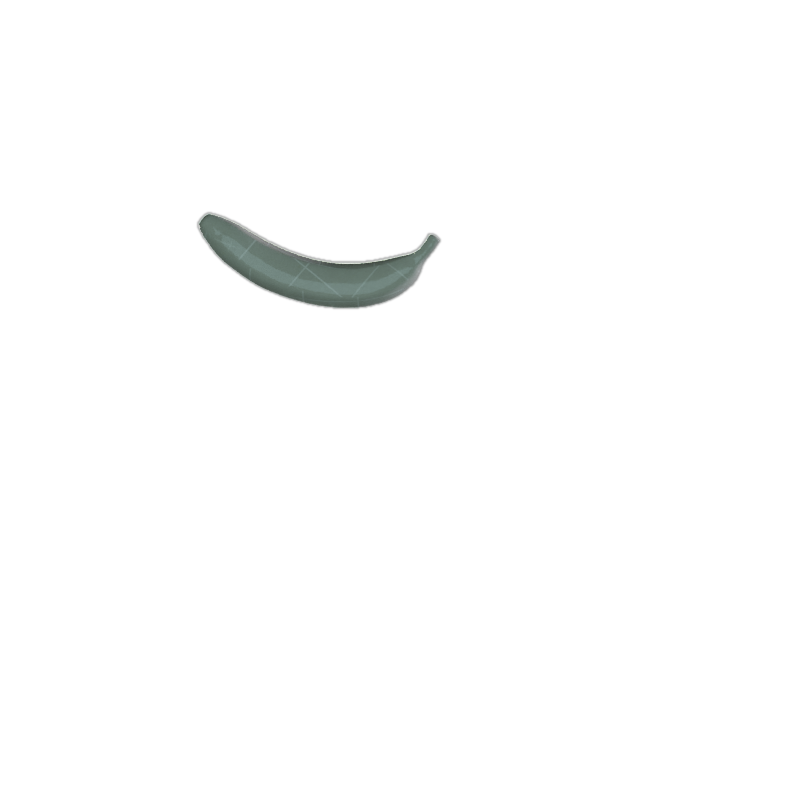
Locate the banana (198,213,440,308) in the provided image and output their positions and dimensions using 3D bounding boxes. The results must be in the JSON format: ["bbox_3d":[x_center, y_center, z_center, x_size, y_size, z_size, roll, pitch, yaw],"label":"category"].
[{"bbox_3d":[-0.069,-0.112,0.915,0.197,0.069,0.037,5,6,-1],"label":"banana"}]
